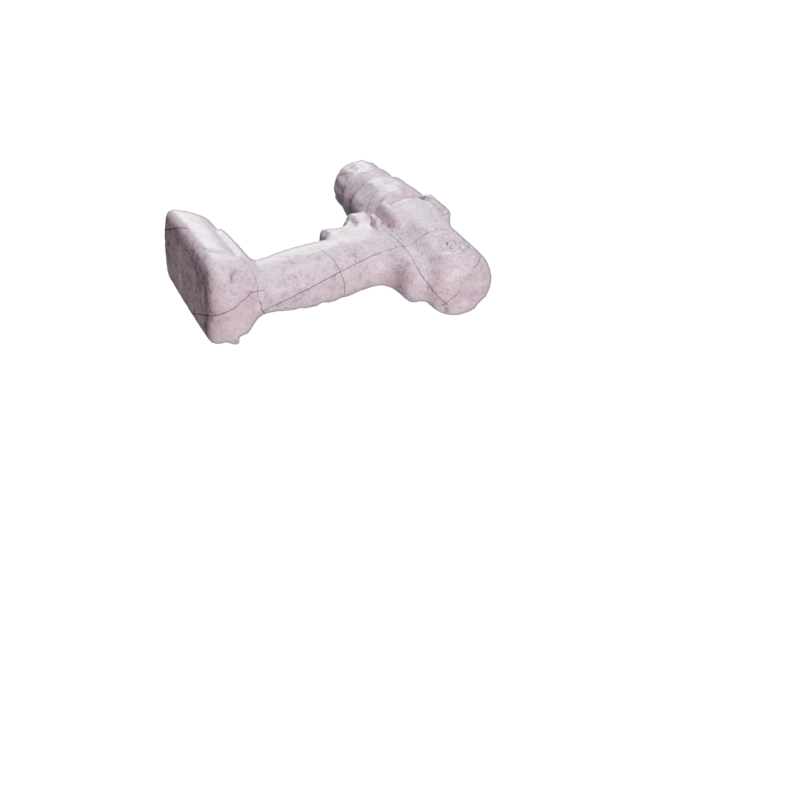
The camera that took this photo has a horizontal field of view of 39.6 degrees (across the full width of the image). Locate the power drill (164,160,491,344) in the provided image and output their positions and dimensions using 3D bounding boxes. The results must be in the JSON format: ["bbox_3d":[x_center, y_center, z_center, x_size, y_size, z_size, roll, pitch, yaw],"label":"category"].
[{"bbox_3d":[-0.058,-0.106,0.742,0.185,0.054,0.199,-14,35,-21],"label":"power drill"}]
